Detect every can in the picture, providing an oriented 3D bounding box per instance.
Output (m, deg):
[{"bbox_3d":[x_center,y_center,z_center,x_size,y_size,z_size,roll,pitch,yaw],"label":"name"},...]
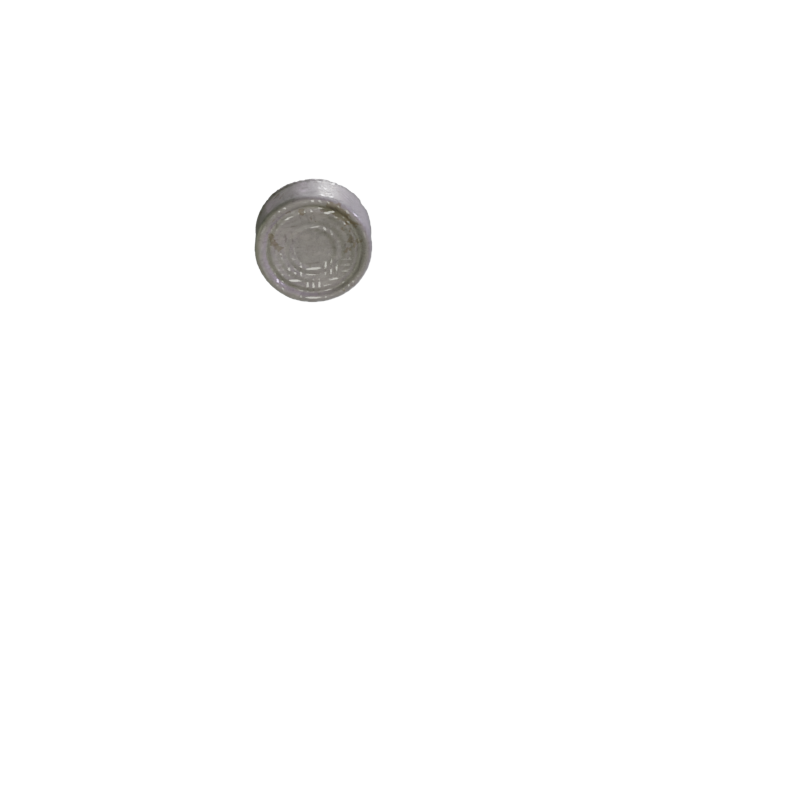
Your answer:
[{"bbox_3d":[-0.063,-0.115,0.804,0.086,0.081,0.035,1,27,-1],"label":"can"}]
